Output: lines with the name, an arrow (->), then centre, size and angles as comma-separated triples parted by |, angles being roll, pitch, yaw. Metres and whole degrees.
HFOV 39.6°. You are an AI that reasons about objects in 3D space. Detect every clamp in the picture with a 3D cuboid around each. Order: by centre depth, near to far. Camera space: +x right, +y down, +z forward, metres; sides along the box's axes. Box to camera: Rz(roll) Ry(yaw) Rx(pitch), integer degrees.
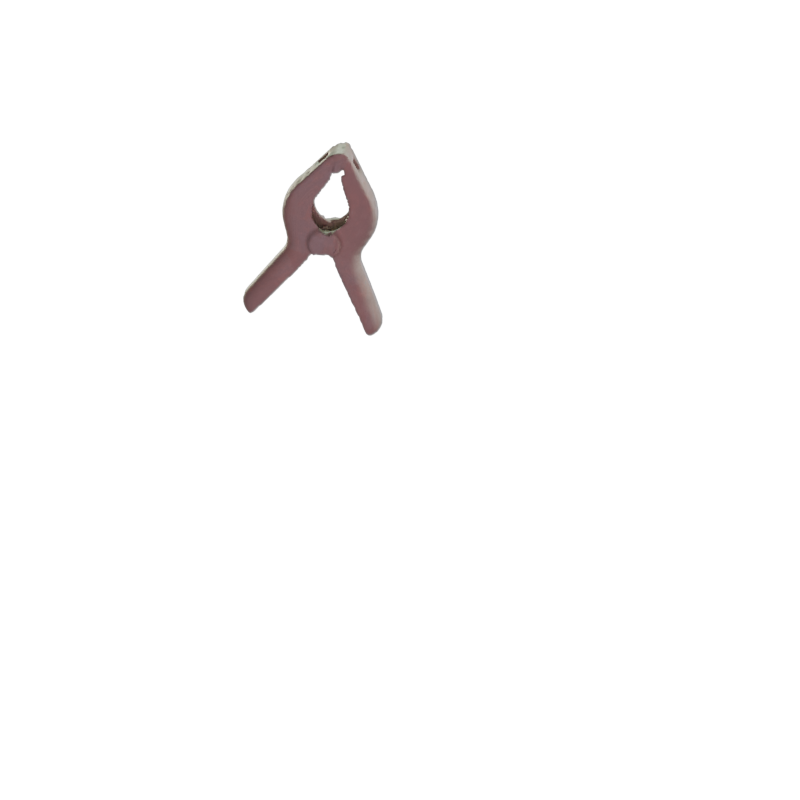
clamp -> -0.073, -0.132, 0.928 | 0.120, 0.163, 0.041 | 1, 25, -1
